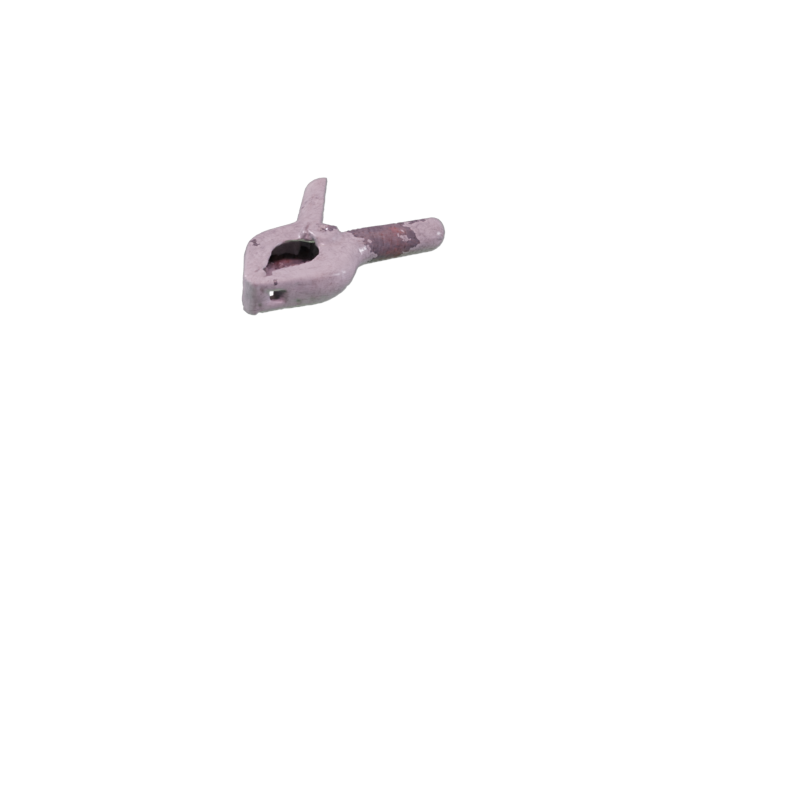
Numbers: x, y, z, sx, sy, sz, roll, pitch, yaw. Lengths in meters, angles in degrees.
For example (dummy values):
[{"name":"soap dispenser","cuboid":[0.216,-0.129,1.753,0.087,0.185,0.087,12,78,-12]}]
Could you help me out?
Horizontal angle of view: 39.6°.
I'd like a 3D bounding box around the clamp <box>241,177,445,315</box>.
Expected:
[{"name":"clamp","cuboid":[-0.063,-0.115,0.803,0.128,0.037,0.171,25,38,35]}]
